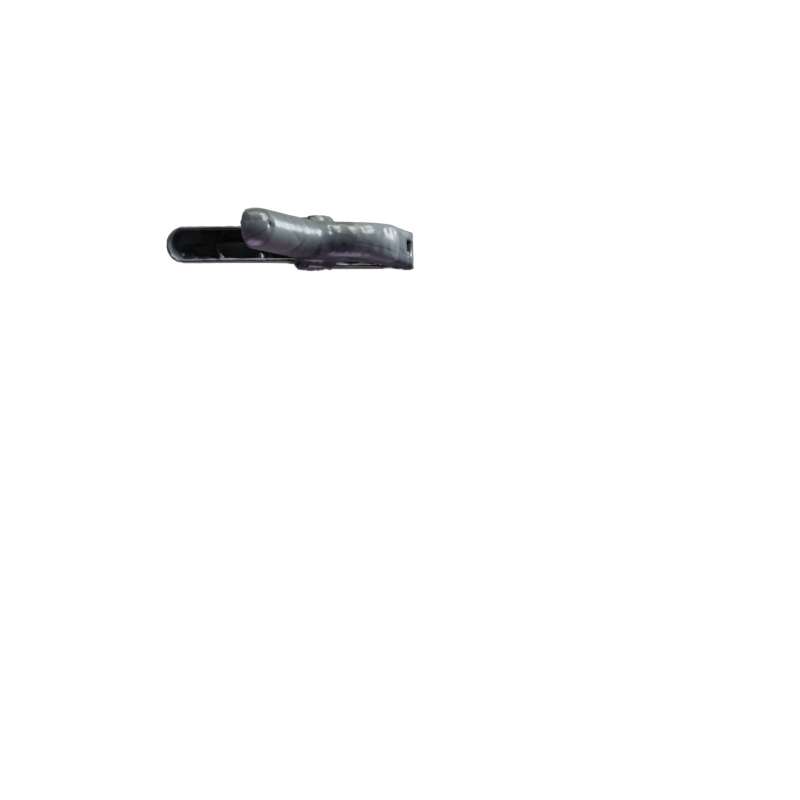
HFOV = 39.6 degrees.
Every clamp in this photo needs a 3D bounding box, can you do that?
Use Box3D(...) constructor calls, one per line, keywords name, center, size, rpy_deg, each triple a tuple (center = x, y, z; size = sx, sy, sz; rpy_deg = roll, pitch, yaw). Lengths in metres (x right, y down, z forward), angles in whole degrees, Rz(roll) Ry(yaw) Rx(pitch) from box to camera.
Box3D(name="clamp", center=(-0.057, -0.104, 0.732), size=(0.167, 0.039, 0.124), rpy_deg=(-3, 7, -25))
